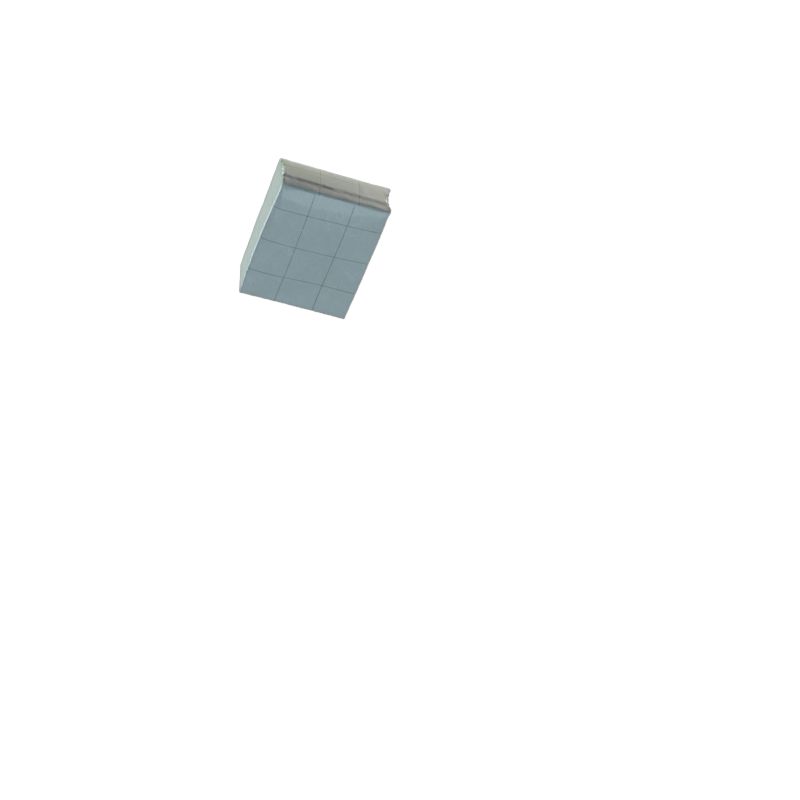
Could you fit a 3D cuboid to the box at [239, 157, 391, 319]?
[{"bbox_3d":[-0.067,-0.122,0.856,0.088,0.108,0.042,15,40,-14],"label":"box"}]
